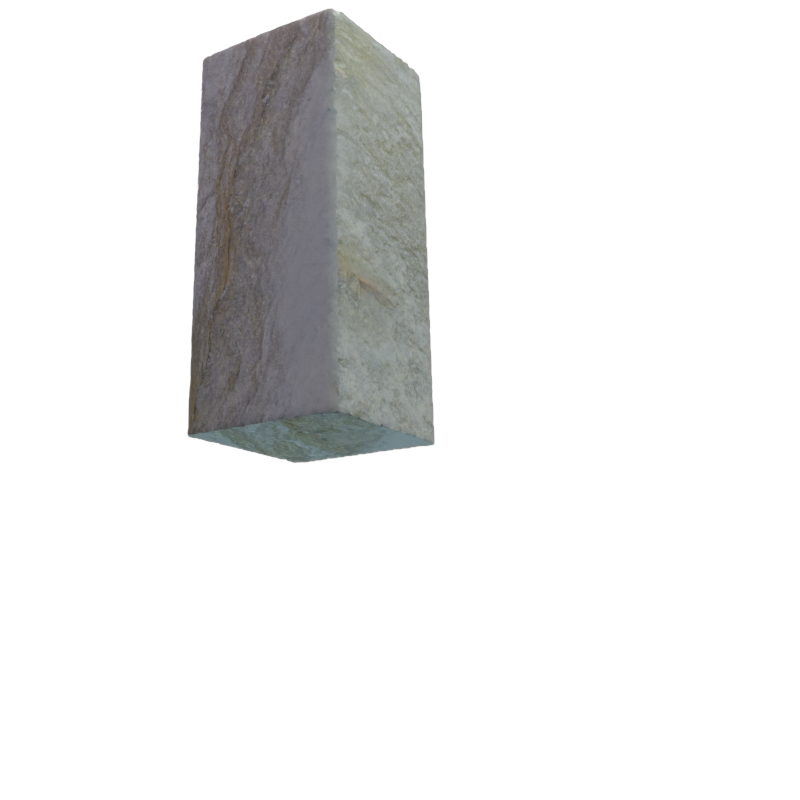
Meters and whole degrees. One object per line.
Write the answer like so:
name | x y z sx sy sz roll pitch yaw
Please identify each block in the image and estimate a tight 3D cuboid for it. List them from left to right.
block | -0.044 -0.082 0.572 0.092 0.216 0.085 -14 -23 31
